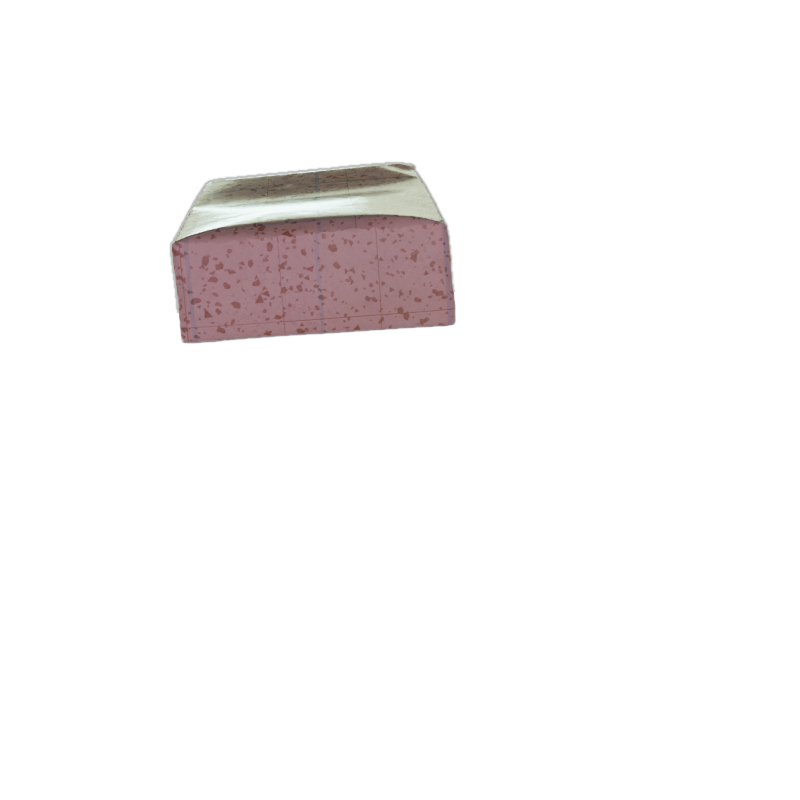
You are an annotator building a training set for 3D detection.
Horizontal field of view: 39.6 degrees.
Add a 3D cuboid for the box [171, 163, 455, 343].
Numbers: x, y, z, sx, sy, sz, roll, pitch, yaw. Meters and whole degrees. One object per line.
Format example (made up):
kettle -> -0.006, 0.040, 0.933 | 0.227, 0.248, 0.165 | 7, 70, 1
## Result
box -> -0.058, -0.106, 0.744 | 0.164, 0.069, 0.223 | -5, 20, -1
